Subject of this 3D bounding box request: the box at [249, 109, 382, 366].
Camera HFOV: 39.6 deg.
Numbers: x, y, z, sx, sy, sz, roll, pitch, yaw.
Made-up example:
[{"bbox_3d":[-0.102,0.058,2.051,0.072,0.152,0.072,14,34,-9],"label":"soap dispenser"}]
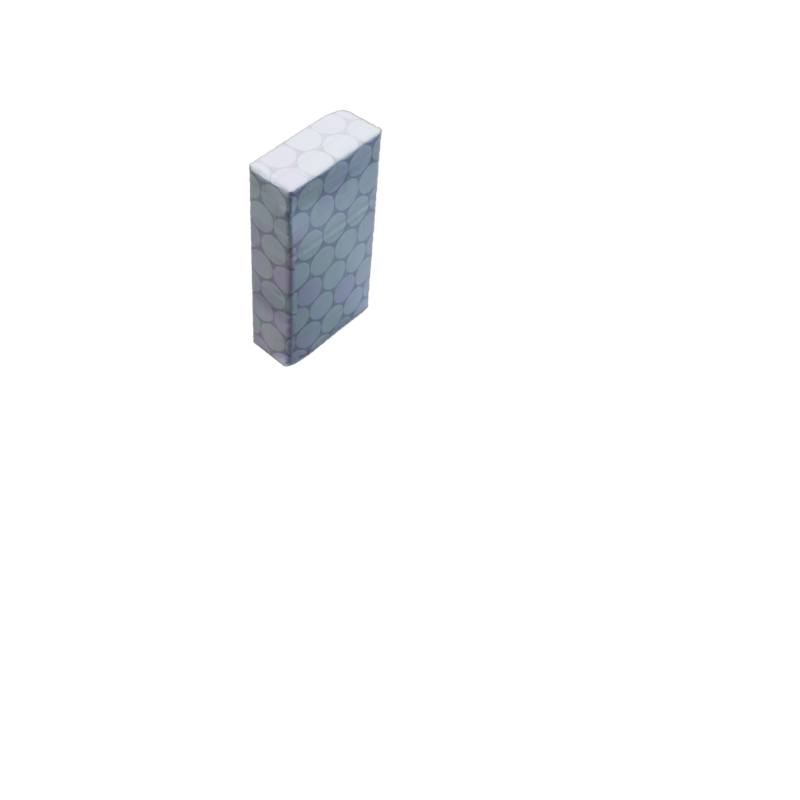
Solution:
[{"bbox_3d":[-0.062,-0.113,0.791,0.051,0.164,0.094,32,52,25],"label":"box"}]
